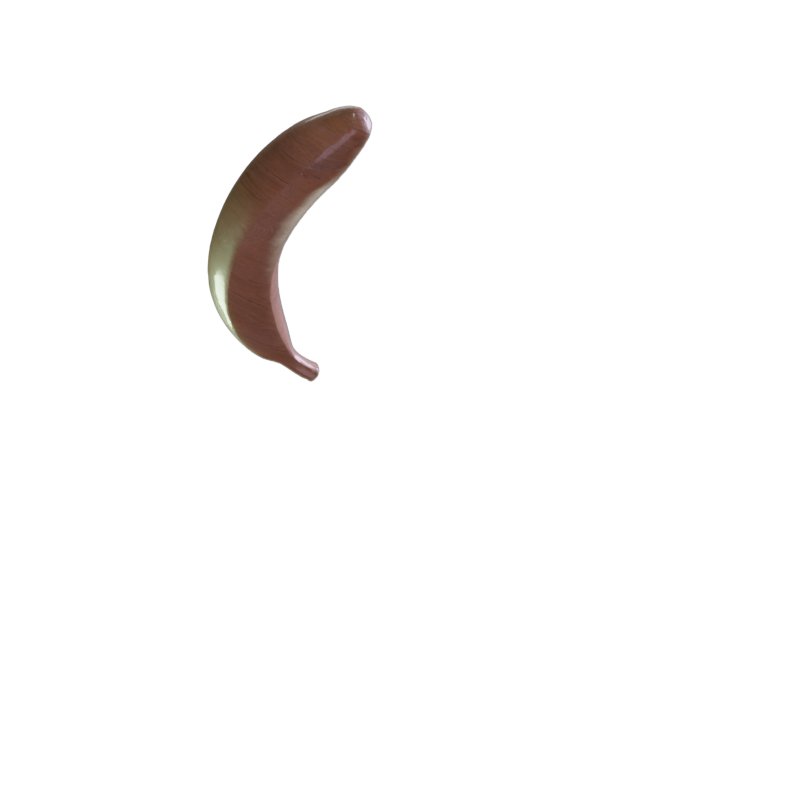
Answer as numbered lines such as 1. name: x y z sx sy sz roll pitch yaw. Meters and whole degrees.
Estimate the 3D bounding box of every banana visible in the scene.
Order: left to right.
1. banana: -0.064 -0.081 0.574 0.069 0.039 0.186 6 -38 -9
